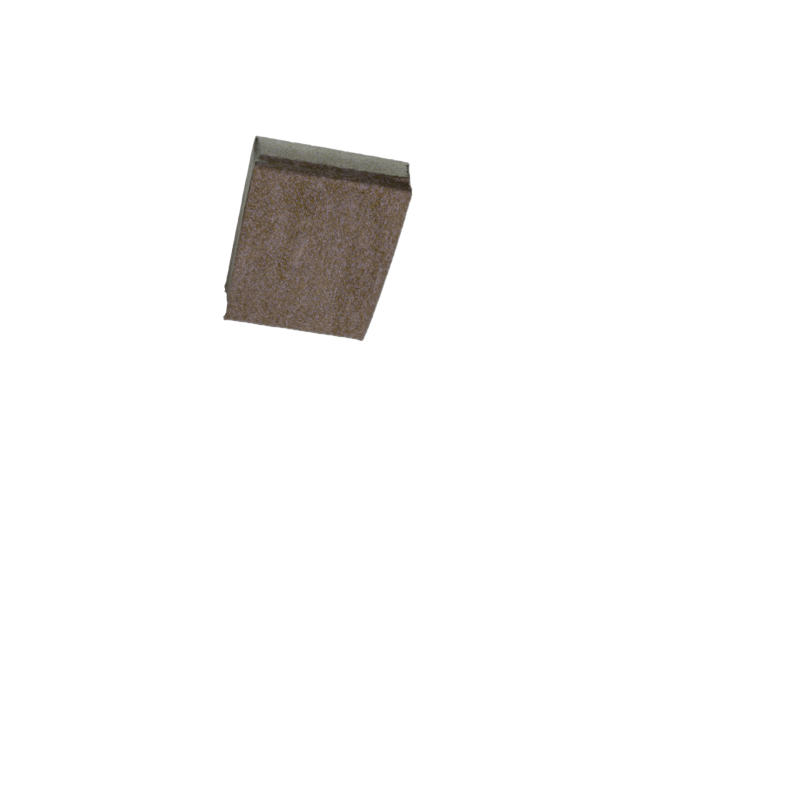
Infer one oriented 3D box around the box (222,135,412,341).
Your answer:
[{"bbox_3d":[-0.050,-0.091,0.639,0.089,0.107,0.042,11,36,-9],"label":"box"}]
